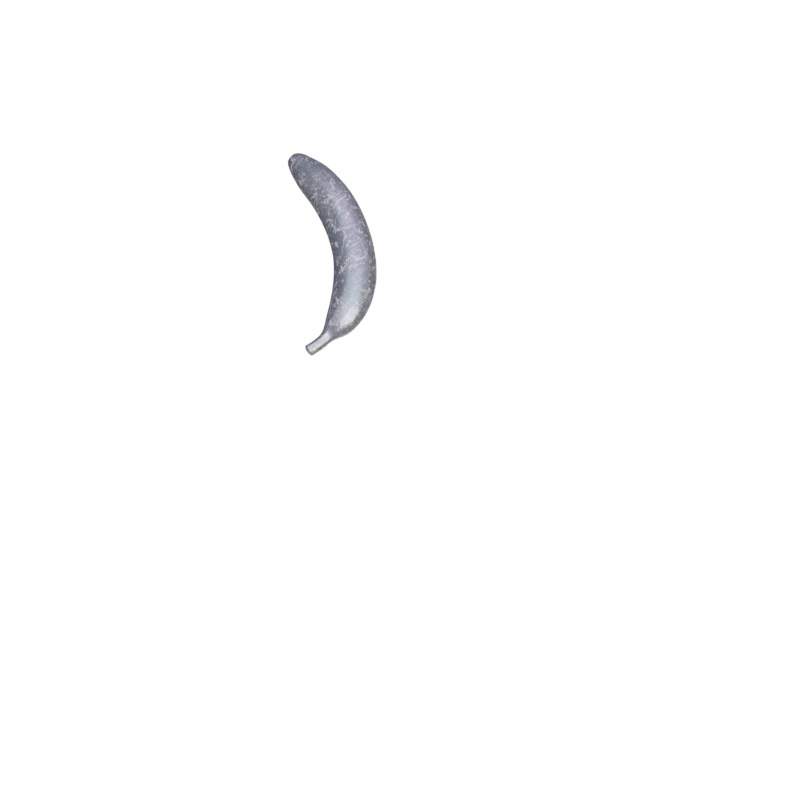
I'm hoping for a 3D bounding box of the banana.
[{"bbox_3d":[-0.058,-0.139,0.985,0.069,0.210,0.035,-6,-26,-3],"label":"banana"}]
